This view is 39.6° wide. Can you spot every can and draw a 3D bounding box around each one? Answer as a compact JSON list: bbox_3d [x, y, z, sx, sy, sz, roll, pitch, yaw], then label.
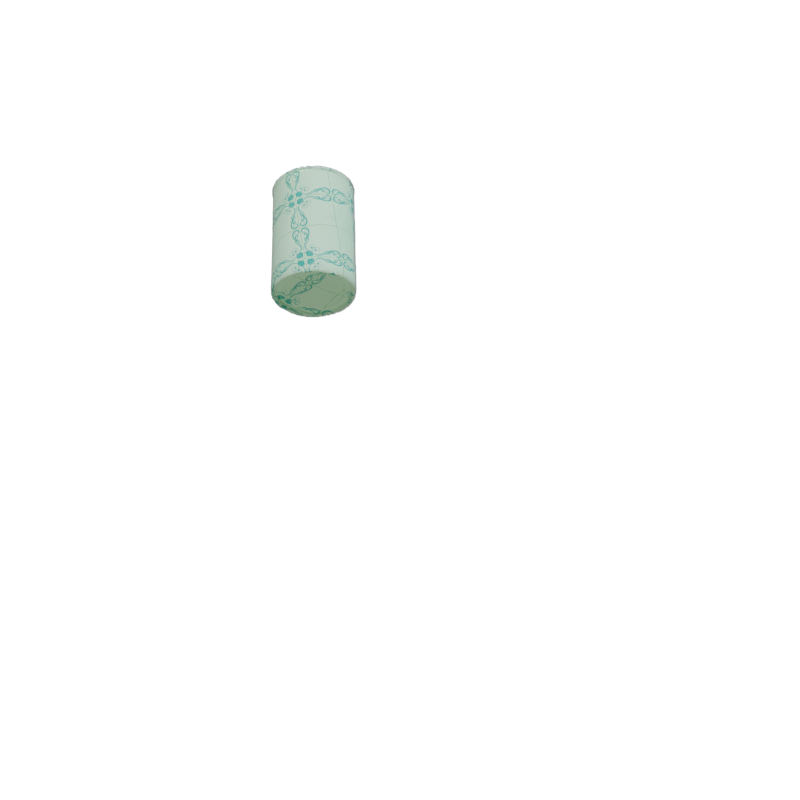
[{"bbox_3d":[-0.069,-0.126,0.881,0.068,0.109,0.064,-1,-33,-2],"label":"can"}]
